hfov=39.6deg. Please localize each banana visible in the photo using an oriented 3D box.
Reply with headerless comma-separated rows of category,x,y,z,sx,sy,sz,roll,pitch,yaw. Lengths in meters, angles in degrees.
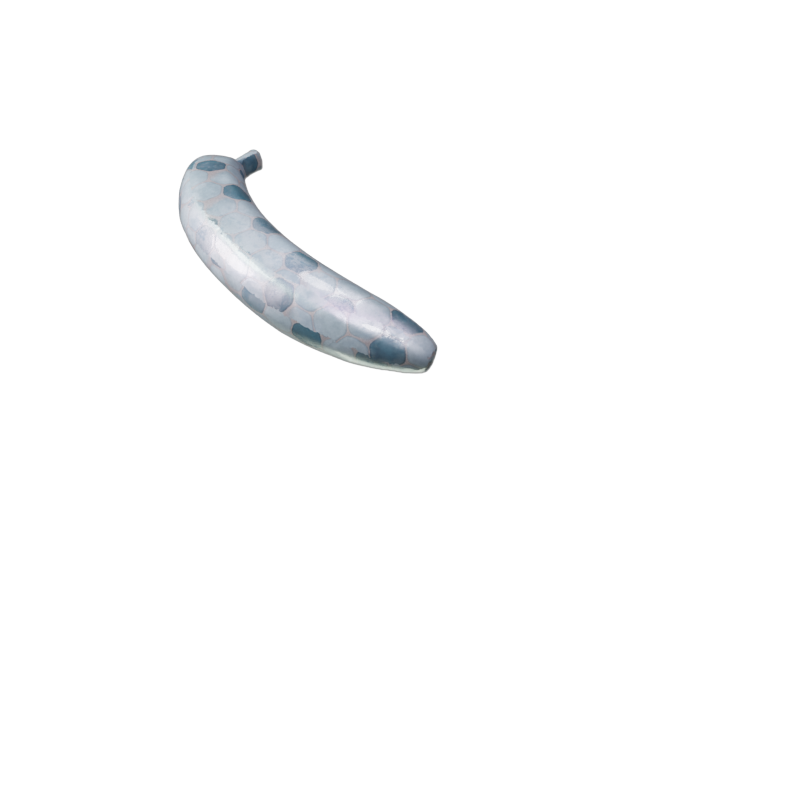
banana,-0.060,-0.073,0.529,0.069,0.034,0.214,-18,45,-21
